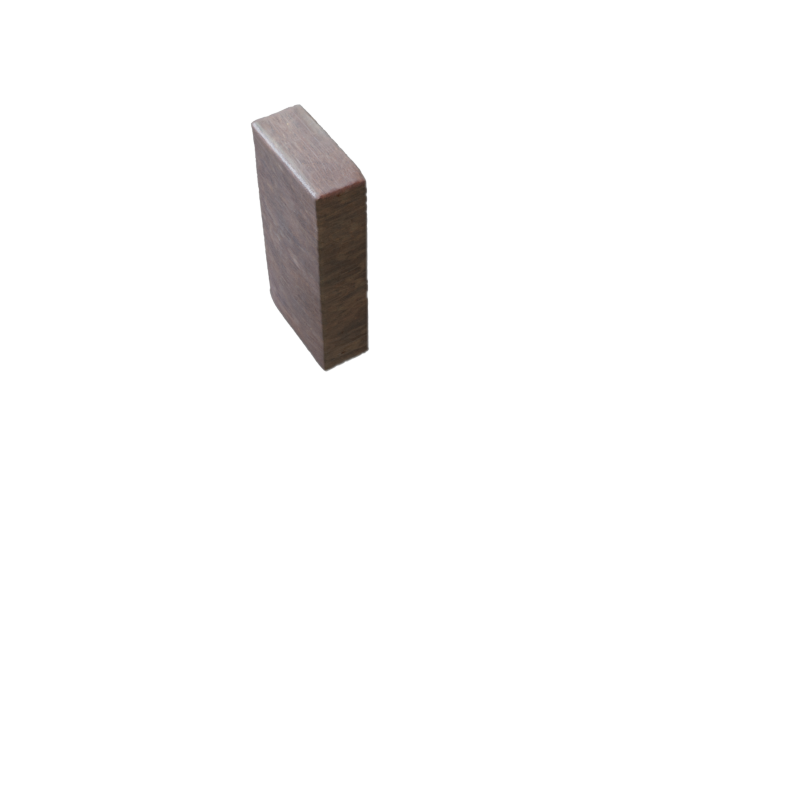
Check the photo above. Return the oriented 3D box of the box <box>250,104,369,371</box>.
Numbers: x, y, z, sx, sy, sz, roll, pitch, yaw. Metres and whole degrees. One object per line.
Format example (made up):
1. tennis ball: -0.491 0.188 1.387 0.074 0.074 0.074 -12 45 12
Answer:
1. box: -0.061 -0.112 0.786 0.048 0.101 0.164 -22 -36 -21
